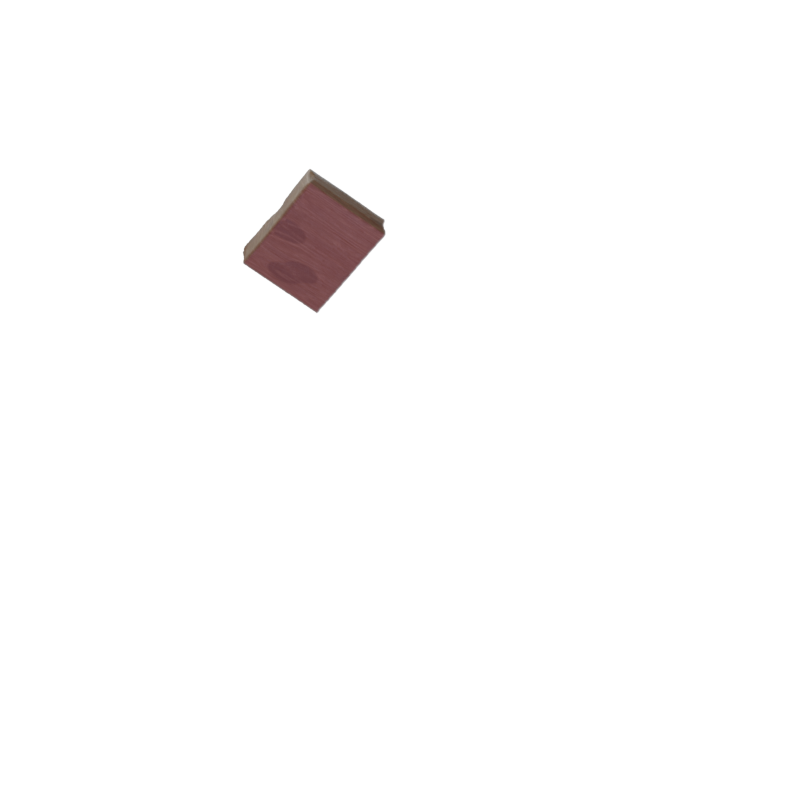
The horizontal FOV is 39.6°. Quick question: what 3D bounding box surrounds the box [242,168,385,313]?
[{"bbox_3d":[-0.067,-0.121,0.850,0.070,0.087,0.032,34,24,-19],"label":"box"}]
